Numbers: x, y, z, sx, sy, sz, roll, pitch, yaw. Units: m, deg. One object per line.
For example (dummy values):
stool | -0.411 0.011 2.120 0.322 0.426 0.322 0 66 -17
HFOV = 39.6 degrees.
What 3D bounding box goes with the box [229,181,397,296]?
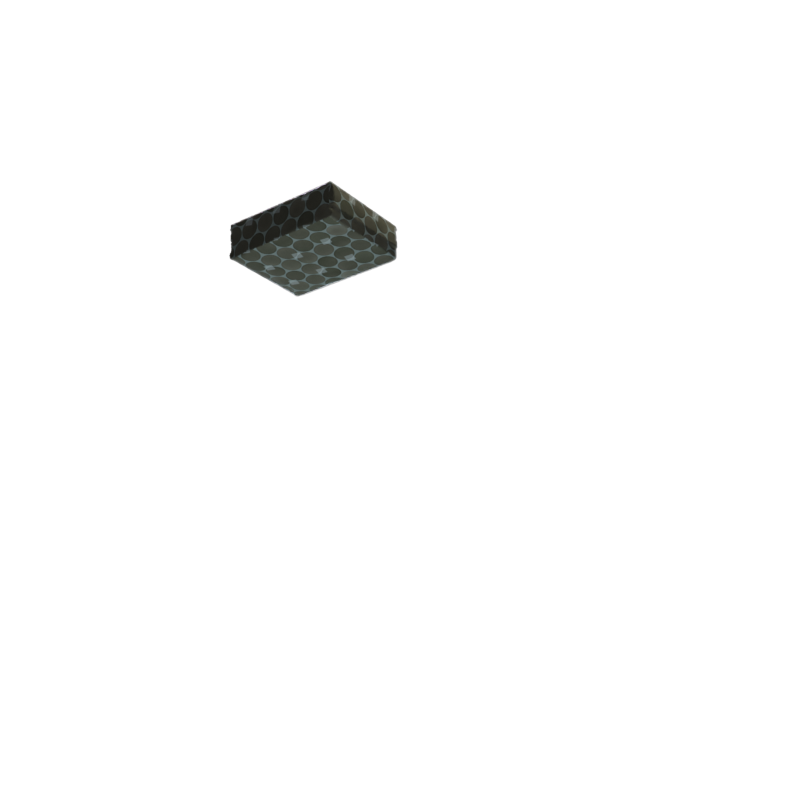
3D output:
box | -0.073 -0.132 0.928 0.114 0.041 0.084 -19 -32 33
